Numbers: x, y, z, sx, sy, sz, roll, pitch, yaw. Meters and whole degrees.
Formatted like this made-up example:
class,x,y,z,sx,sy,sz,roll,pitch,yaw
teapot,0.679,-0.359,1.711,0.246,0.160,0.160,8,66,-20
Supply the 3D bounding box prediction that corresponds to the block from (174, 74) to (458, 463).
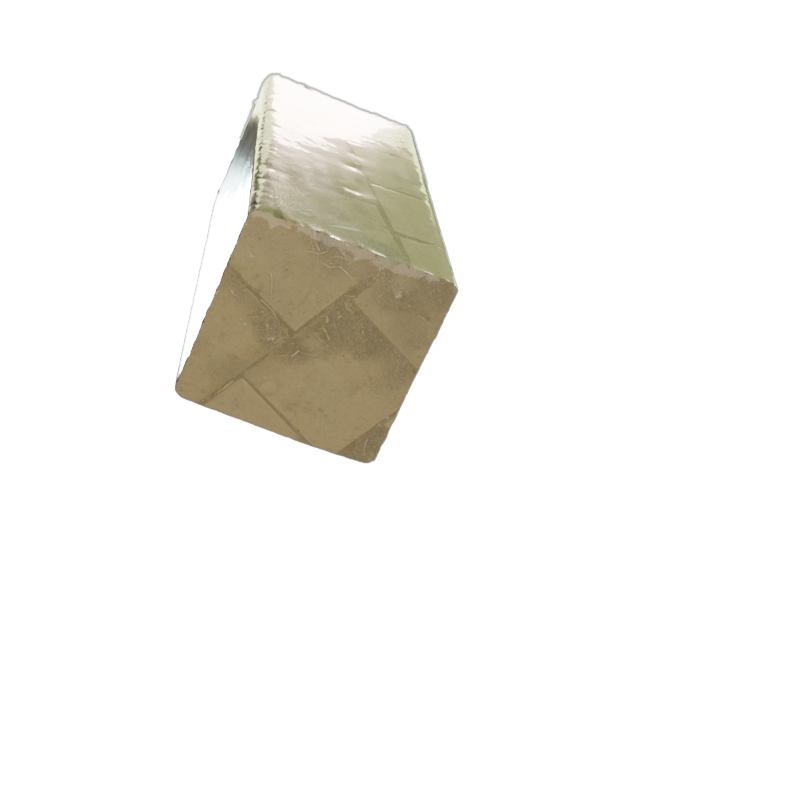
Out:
class,x,y,z,sx,sy,sz,roll,pitch,yaw
block,-0.042,-0.076,0.530,0.088,0.088,0.218,19,26,-14
